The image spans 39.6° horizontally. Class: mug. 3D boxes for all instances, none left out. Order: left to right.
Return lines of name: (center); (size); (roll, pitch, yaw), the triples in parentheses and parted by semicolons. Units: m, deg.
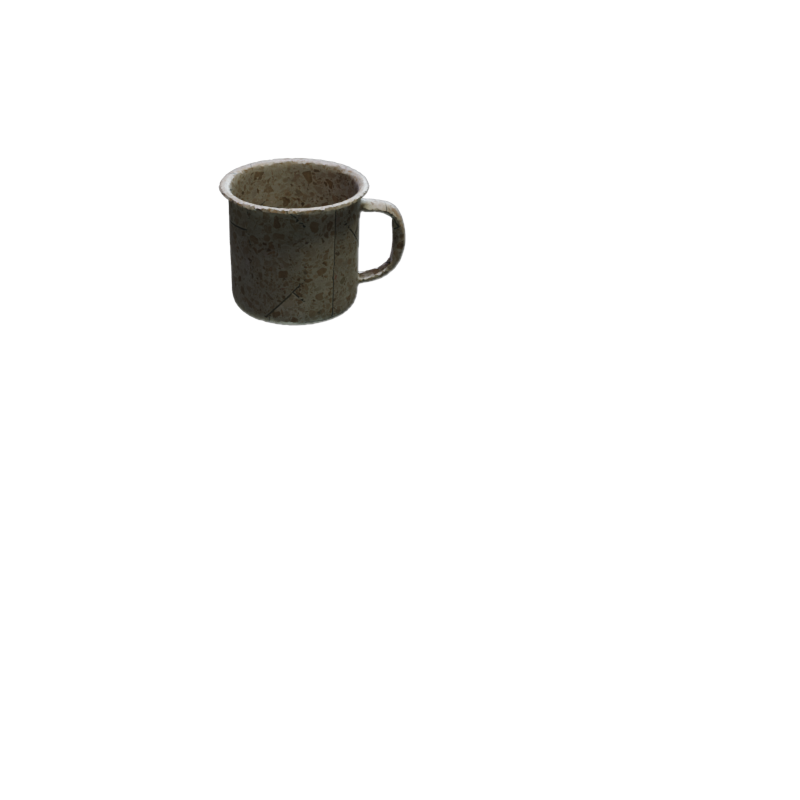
mug: (-0.055, -0.101, 0.704); (0.116, 0.077, 0.099); (-2, 29, -5)
